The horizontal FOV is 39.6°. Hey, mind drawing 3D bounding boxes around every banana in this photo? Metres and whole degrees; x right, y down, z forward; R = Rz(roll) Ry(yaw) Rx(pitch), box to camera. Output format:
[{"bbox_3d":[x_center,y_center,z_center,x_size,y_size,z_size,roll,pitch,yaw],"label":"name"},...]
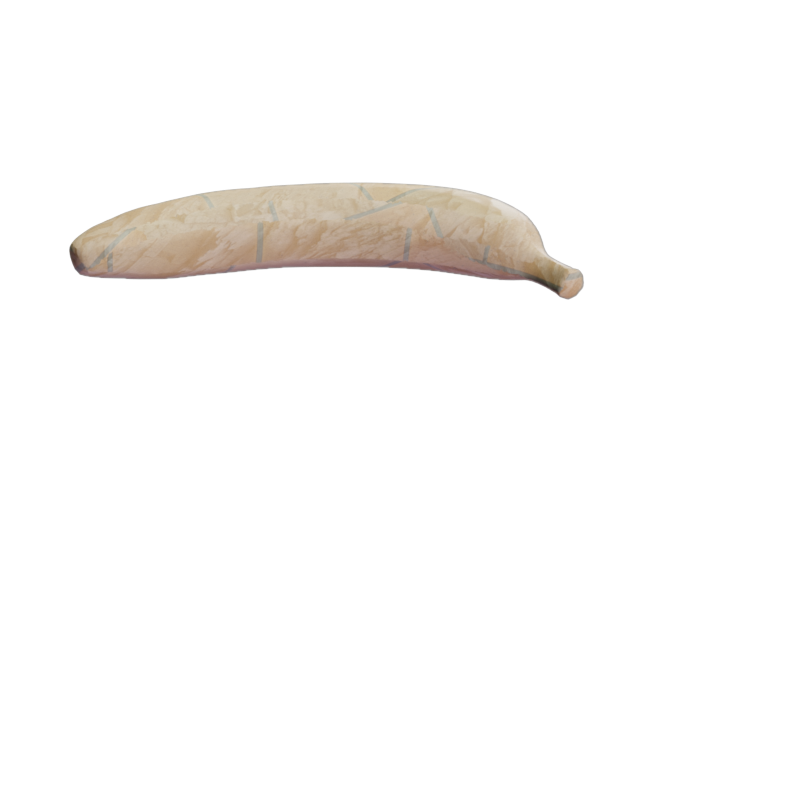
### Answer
[{"bbox_3d":[-0.030,-0.068,0.450,0.199,0.035,0.072,1,18,4],"label":"banana"}]
